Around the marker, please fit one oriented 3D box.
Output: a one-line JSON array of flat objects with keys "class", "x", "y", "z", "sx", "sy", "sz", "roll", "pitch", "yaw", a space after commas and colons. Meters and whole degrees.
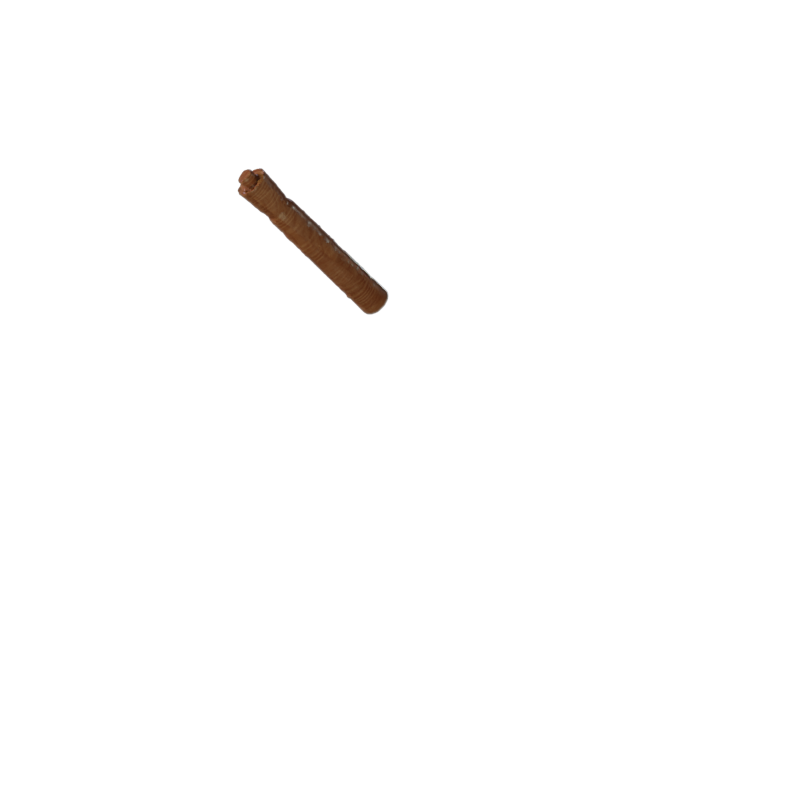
[{"class": "marker", "x": -0.049, "y": -0.090, "z": 0.629, "sx": 0.021, "sy": 0.020, "sz": 0.113, "roll": 3, "pitch": -32, "yaw": 50}]
